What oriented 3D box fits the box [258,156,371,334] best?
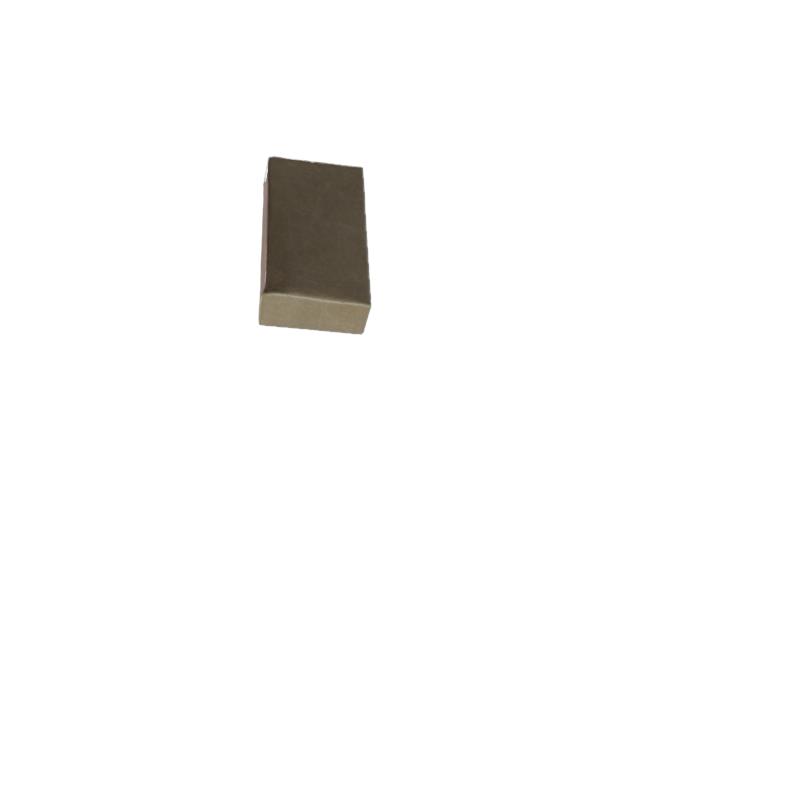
[{"bbox_3d":[-0.077,-0.141,0.987,0.092,0.189,0.045,5,-44,-9],"label":"box"}]
